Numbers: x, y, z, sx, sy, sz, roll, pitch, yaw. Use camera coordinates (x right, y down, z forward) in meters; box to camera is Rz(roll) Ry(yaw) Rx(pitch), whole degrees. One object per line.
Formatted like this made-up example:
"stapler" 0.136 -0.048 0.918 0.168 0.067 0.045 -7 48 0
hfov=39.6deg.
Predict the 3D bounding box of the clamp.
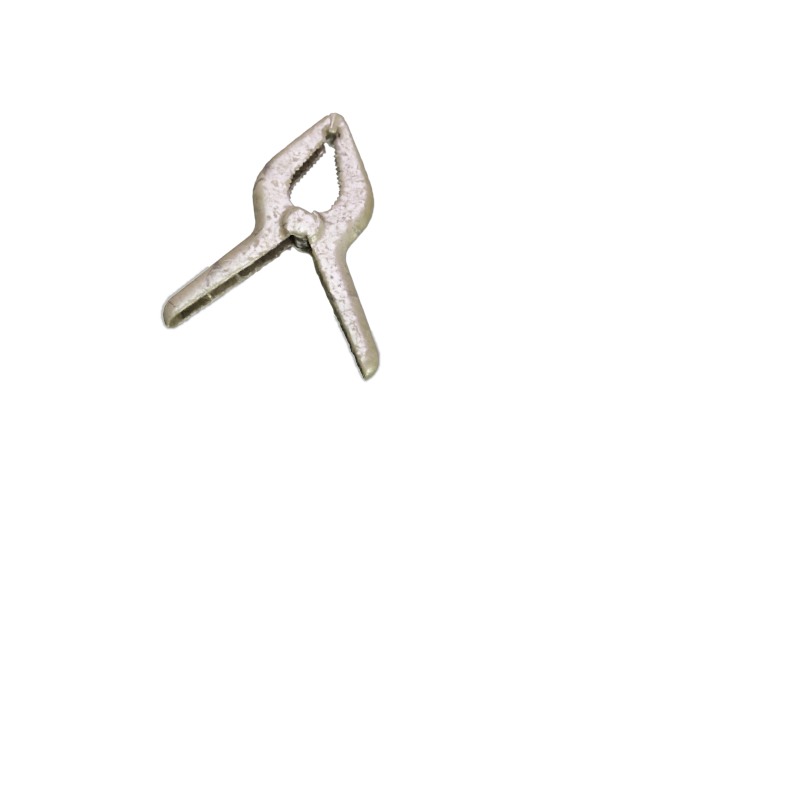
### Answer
"clamp" -0.066 -0.121 0.848 0.167 0.217 0.035 20 -21 8
